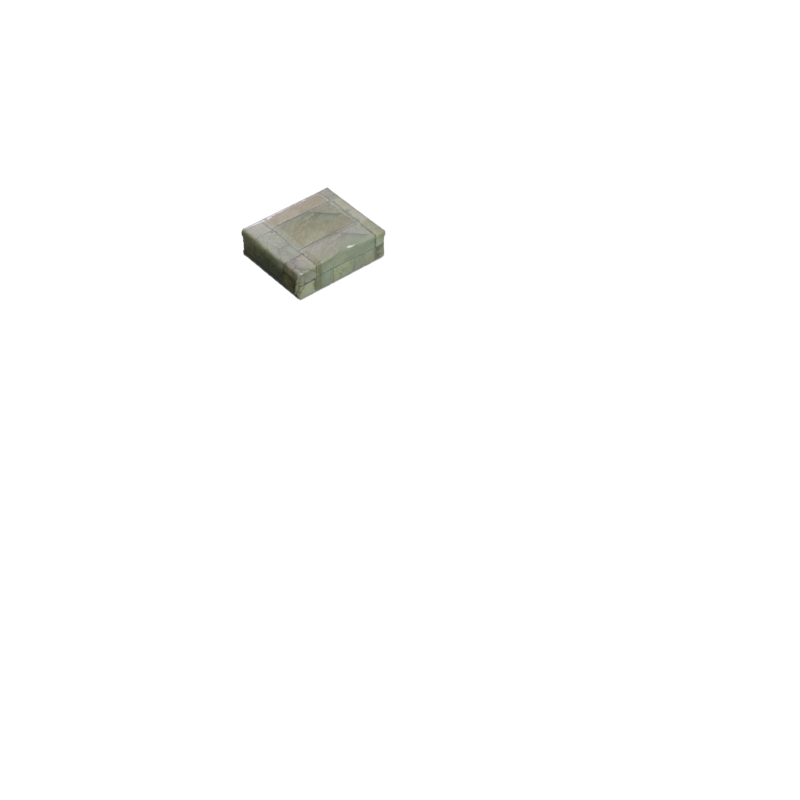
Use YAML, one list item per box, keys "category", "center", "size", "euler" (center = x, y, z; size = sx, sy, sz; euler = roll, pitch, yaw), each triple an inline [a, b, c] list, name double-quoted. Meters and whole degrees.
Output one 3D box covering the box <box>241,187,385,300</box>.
- category: "box"
  center: [-0.068, -0.124, 0.868]
  size: [0.089, 0.028, 0.078]
  euler: [-30, 51, -28]
